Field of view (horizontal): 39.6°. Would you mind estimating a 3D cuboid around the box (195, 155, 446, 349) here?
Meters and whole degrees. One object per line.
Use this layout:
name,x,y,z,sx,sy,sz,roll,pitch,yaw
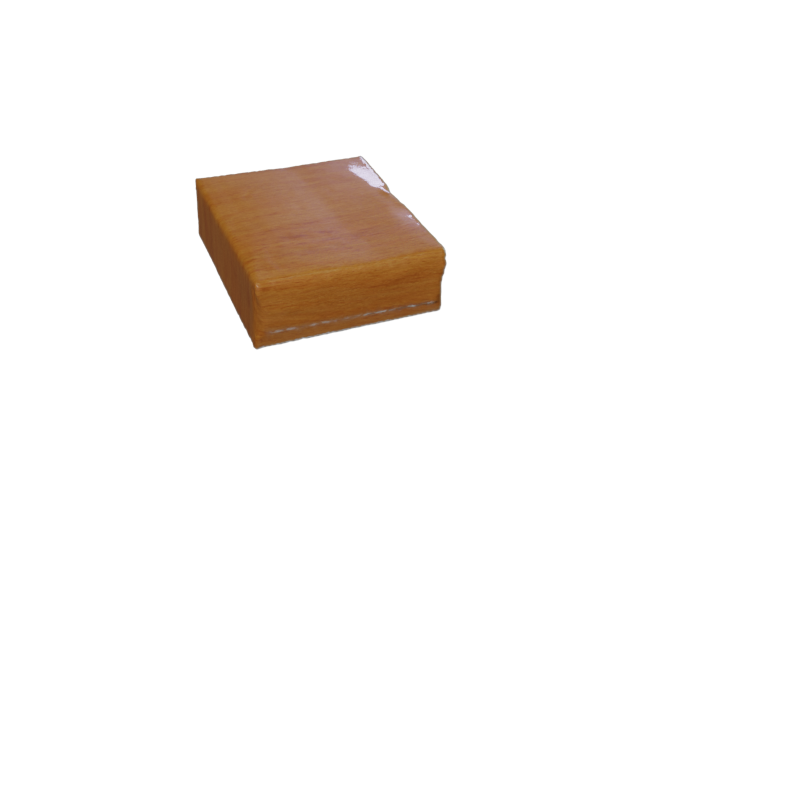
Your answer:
box,-0.033,-0.061,0.427,0.072,0.028,0.096,-12,37,-17
